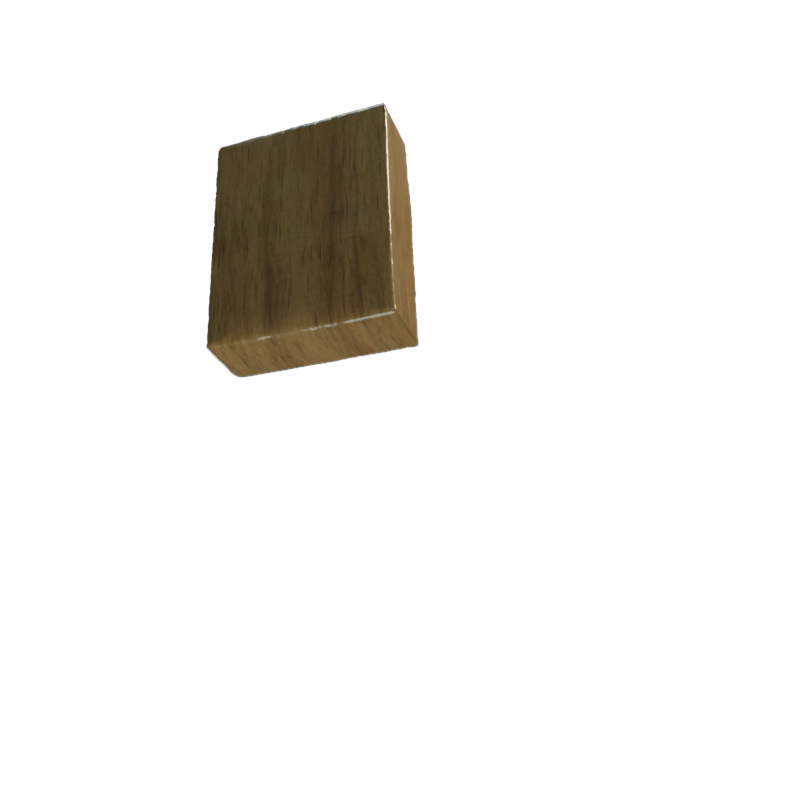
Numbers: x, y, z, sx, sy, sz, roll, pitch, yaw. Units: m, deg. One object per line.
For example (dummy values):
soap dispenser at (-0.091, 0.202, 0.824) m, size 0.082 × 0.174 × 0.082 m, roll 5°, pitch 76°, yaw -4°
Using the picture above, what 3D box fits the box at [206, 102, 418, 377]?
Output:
box at (-0.075, -0.136, 0.954) m, size 0.166 × 0.228 × 0.066 m, roll -12°, pitch -34°, yaw 16°
